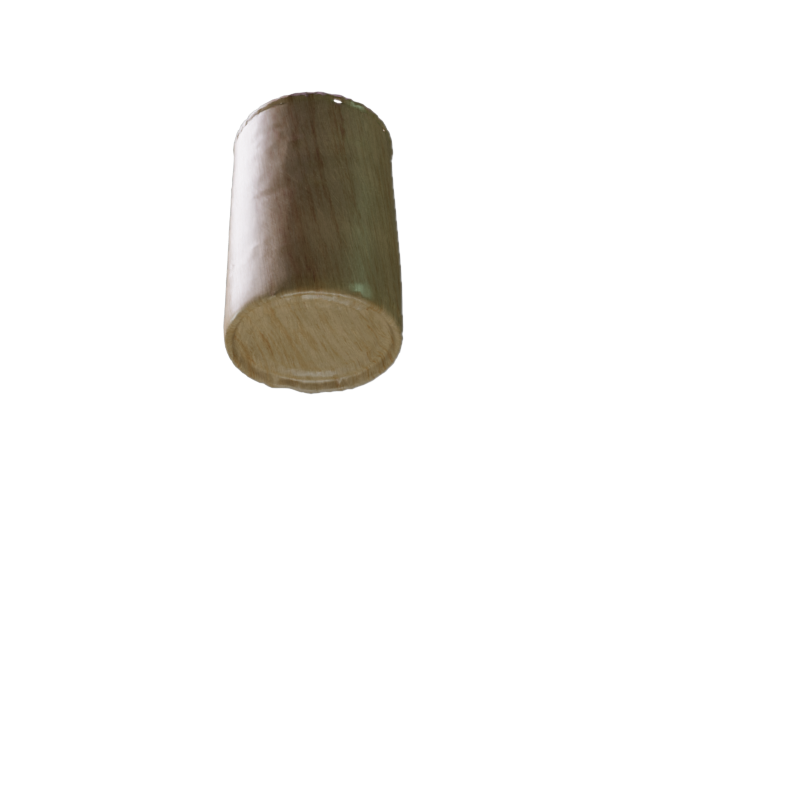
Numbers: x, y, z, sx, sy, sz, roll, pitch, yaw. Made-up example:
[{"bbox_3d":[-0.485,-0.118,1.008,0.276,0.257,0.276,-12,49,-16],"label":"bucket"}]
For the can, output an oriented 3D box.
[{"bbox_3d":[-0.034,-0.063,0.438,0.068,0.110,0.064,-1,-37,-3],"label":"can"}]
